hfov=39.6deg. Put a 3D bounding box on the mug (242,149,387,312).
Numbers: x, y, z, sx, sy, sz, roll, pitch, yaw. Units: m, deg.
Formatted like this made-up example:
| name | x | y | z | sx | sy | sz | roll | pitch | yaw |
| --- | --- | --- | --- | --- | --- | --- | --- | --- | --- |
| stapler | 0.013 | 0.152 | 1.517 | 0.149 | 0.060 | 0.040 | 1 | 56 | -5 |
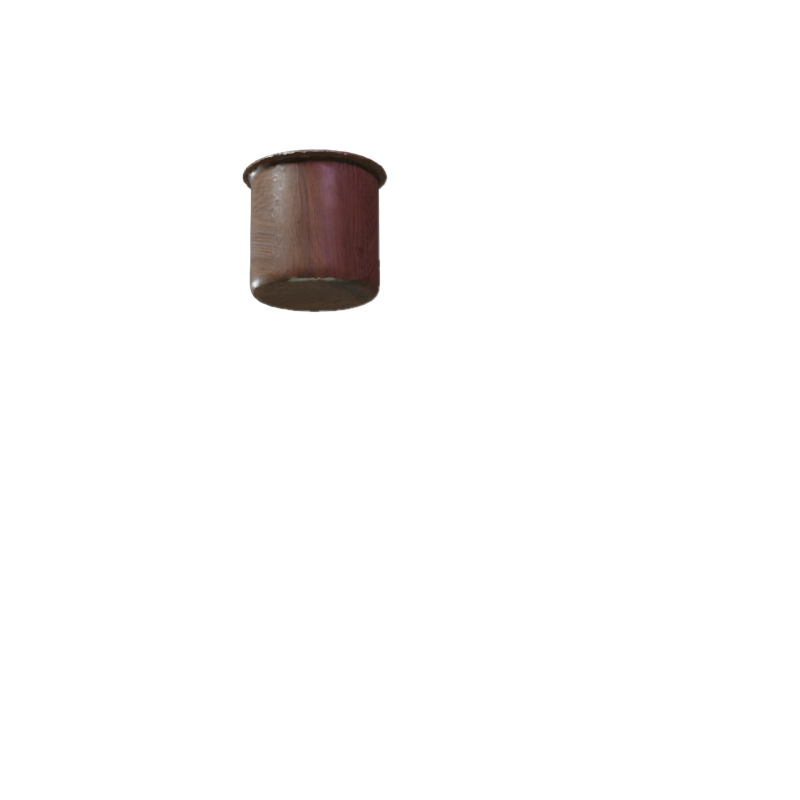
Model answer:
| name | x | y | z | sx | sy | sz | roll | pitch | yaw |
| --- | --- | --- | --- | --- | --- | --- | --- | --- | --- |
| mug | -0.056 | -0.102 | 0.713 | 0.092 | 0.085 | 0.114 | 1 | -13 | -8 |
